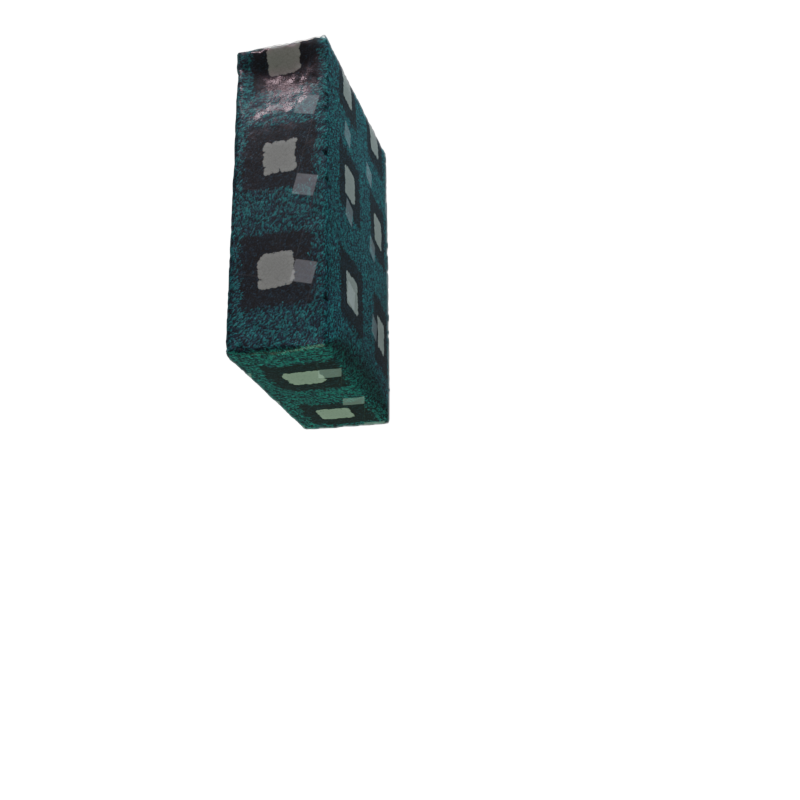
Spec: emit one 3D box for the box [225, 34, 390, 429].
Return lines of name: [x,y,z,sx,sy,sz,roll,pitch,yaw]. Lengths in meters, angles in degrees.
box: [-0.058,-0.106,0.739,0.073,0.225,0.154,-7,-23,12]
